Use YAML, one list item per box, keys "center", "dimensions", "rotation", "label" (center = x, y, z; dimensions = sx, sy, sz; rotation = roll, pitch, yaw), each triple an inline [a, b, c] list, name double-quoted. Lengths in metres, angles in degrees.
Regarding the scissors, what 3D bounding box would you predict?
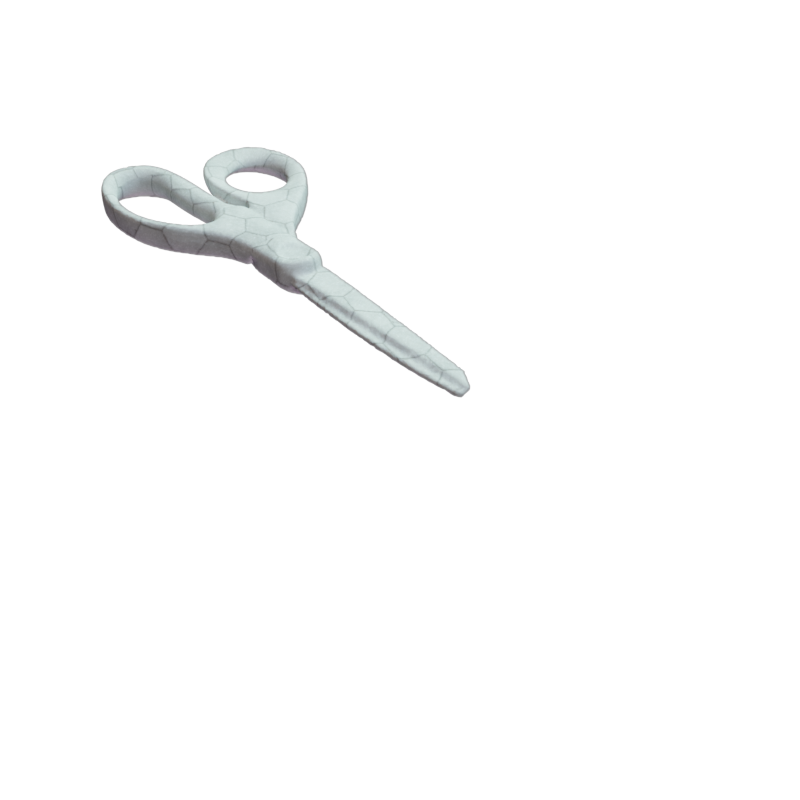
- center: [-0.034, -0.063, 0.440]
  dimensions: [0.214, 0.015, 0.097]
  rotation: [25, 42, 31]
  label: "scissors"
